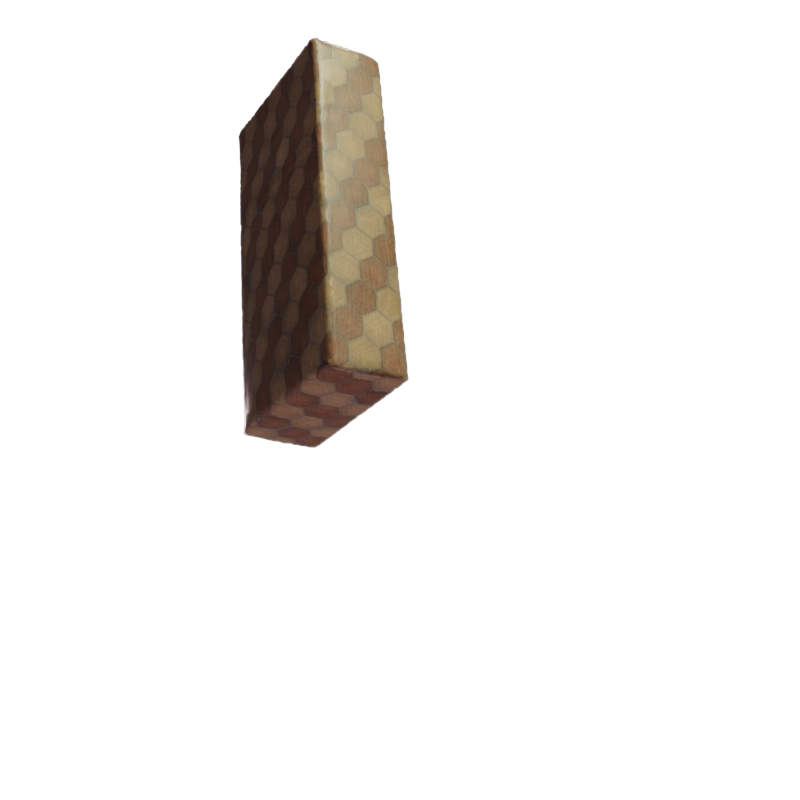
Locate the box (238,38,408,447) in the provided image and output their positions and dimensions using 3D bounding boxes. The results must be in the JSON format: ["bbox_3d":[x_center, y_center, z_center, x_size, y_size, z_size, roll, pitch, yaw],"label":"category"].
[{"bbox_3d":[-0.042,-0.077,0.537,0.046,0.187,0.092,14,-32,-27],"label":"box"}]
